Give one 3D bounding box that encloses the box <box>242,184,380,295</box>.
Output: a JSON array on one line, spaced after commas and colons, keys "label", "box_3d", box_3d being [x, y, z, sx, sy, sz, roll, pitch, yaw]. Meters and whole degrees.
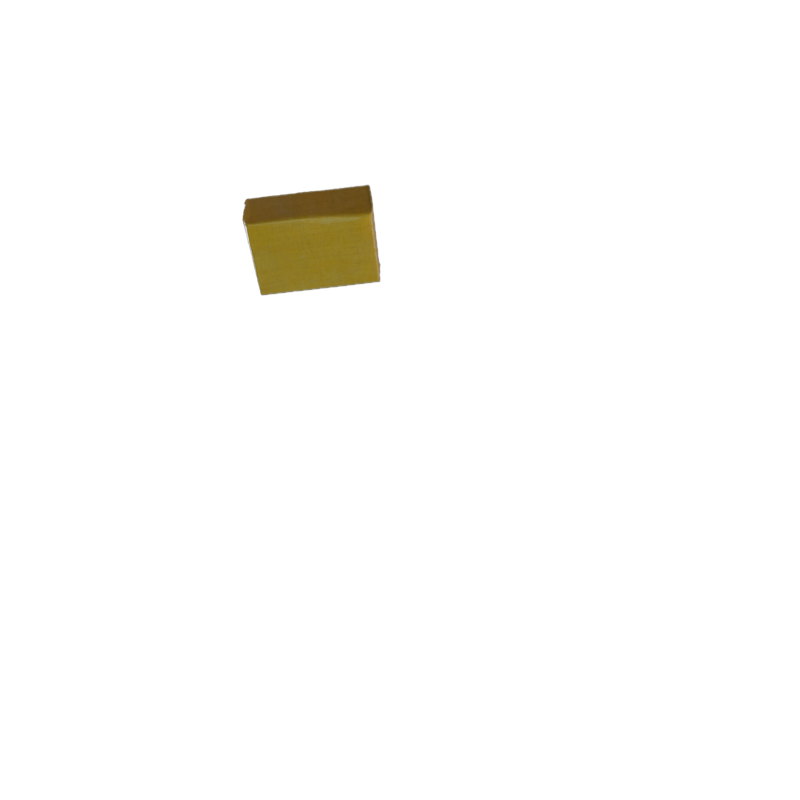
[{"label": "box", "box_3d": [-0.077, -0.140, 0.982, 0.114, 0.042, 0.083, -4, -43, 4]}]
